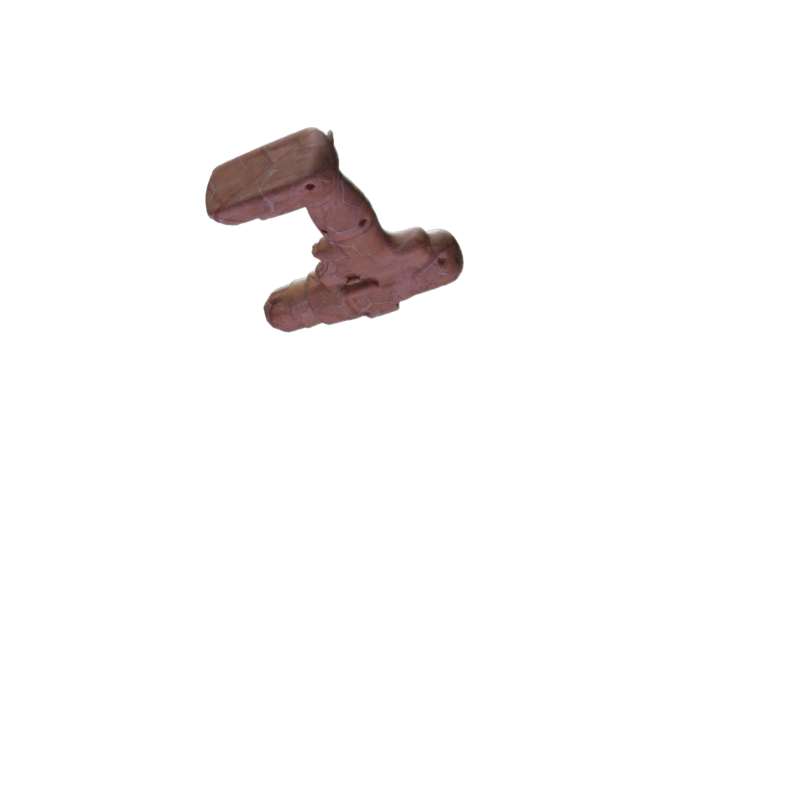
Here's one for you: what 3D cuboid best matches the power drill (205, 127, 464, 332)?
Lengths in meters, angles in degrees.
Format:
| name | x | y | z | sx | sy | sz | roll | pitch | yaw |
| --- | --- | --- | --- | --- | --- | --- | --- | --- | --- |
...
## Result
| name | x | y | z | sx | sy | sz | roll | pitch | yaw |
| --- | --- | --- | --- | --- | --- | --- | --- | --- | --- |
| power drill | -0.068 | -0.125 | 0.874 | 0.186 | 0.061 | 0.174 | -18 | -36 | 26 |
